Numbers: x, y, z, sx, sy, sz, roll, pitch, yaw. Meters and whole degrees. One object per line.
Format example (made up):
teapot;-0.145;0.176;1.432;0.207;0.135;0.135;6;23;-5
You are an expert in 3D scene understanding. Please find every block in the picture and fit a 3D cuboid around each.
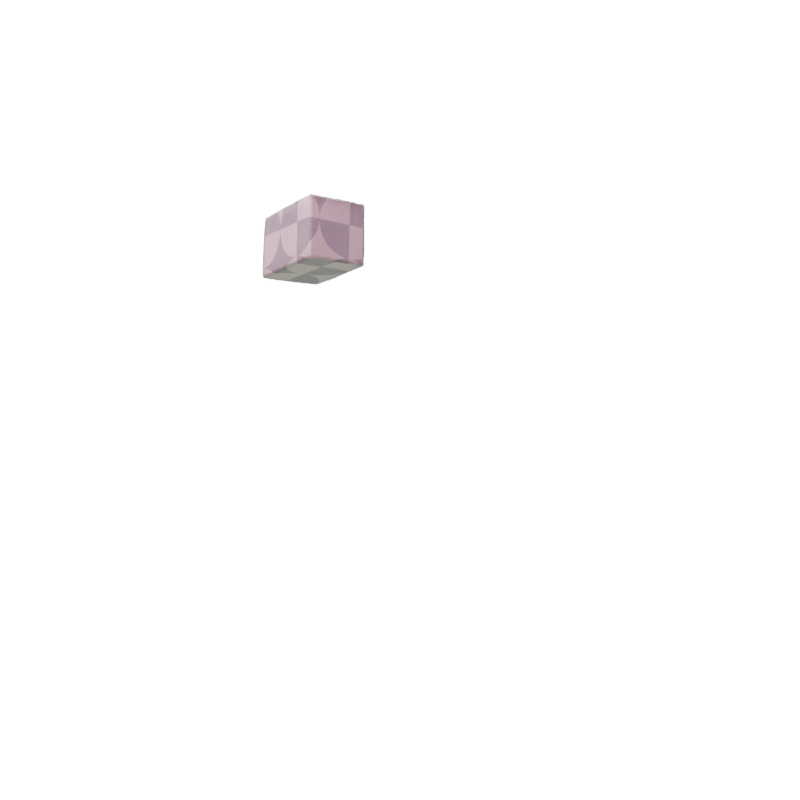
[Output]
block;-0.070;-0.128;0.897;0.050;0.053;0.079;7;-13;-33
